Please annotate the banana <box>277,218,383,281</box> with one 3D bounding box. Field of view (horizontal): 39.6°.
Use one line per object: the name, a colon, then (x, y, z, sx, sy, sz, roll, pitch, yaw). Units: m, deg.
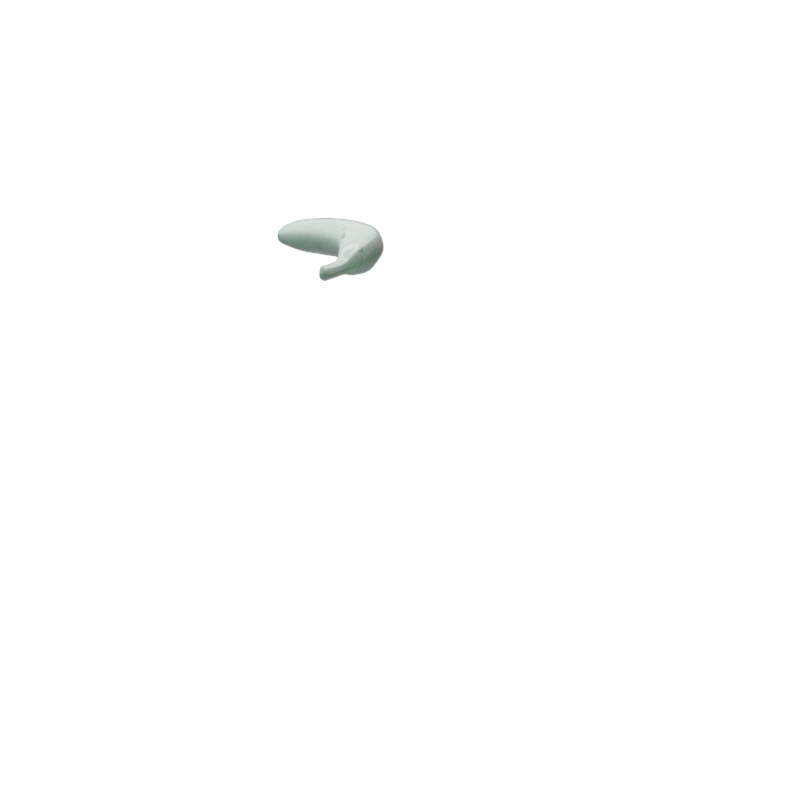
banana: (-0.057, -0.138, 0.969, 0.068, 0.036, 0.206, -4, 16, -15)
